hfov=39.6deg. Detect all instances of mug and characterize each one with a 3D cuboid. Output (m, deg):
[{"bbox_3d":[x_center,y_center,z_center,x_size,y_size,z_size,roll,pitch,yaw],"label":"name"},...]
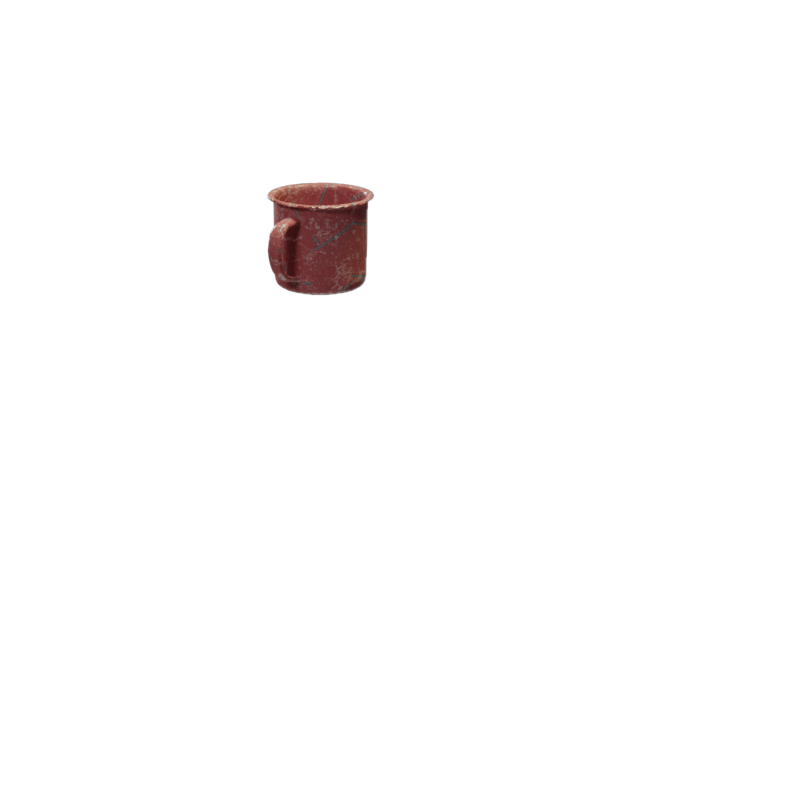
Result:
[{"bbox_3d":[-0.075,-0.138,0.963,0.097,0.078,0.117,11,23,27],"label":"mug"}]
